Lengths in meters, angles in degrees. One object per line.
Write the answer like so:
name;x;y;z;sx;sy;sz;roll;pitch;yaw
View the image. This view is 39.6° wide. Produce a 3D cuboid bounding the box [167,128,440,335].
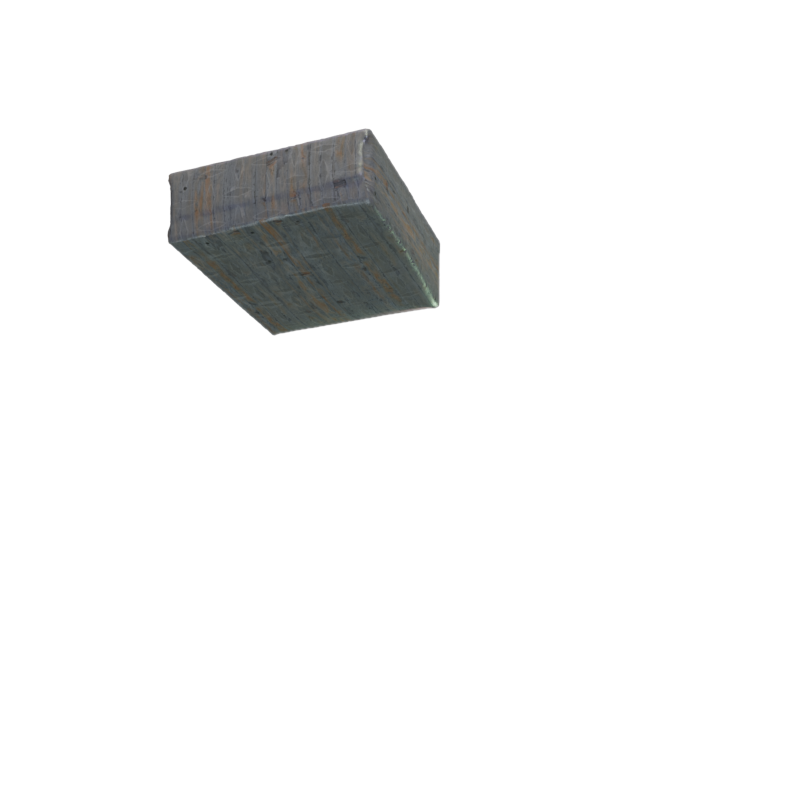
box;-0.038;-0.070;0.489;0.091;0.041;0.106;-8;-24;17
